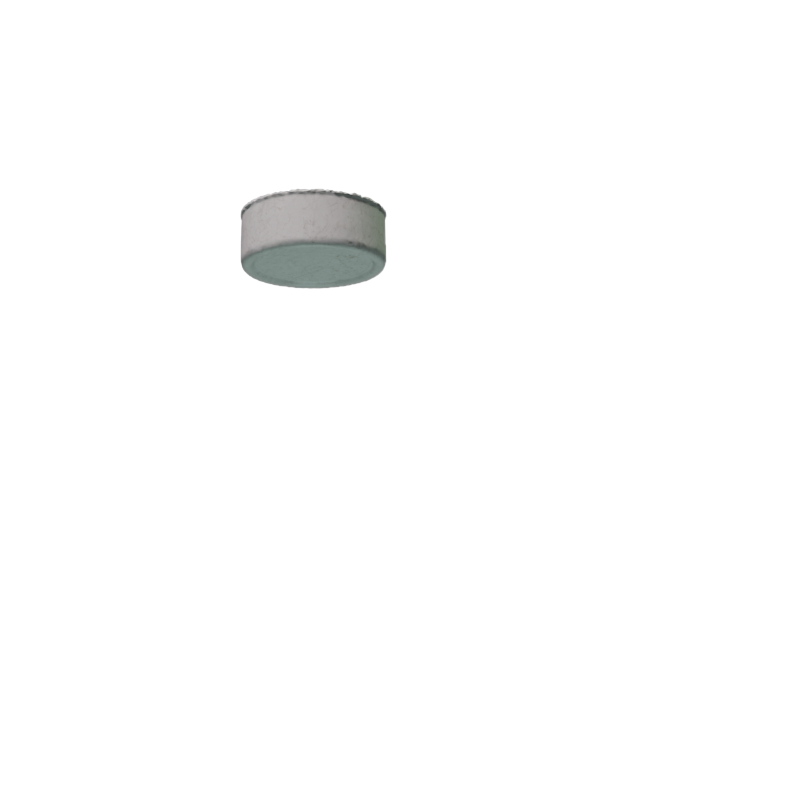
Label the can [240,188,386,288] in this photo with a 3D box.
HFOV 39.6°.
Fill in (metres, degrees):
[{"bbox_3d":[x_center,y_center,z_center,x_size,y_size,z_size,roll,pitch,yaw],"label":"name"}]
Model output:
[{"bbox_3d":[-0.051,-0.092,0.647,0.086,0.035,0.083,0,-12,-2],"label":"can"}]
